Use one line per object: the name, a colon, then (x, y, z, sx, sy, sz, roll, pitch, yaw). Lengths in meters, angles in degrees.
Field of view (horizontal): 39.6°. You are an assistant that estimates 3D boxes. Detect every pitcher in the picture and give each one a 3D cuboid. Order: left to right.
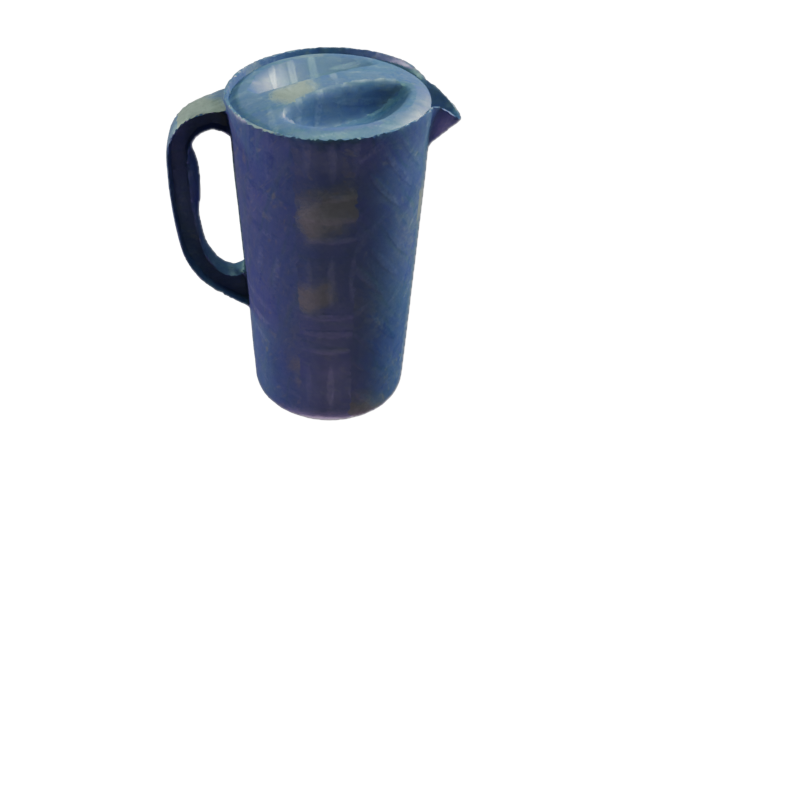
pitcher: (-0.059, -0.108, 0.757, 0.158, 0.227, 0.146, 28, 43, 30)
